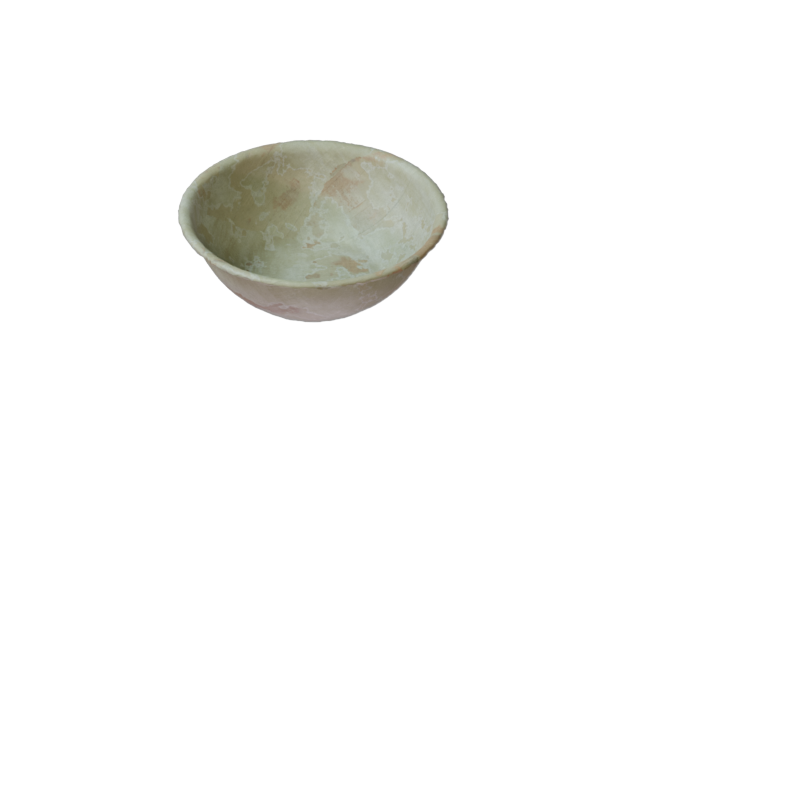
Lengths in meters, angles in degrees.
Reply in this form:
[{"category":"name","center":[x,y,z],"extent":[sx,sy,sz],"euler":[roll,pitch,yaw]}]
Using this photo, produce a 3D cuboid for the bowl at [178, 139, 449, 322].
[{"category":"bowl","center":[-0.053,-0.097,0.678],"extent":[0.162,0.051,0.174],"euler":[-1,39,-2]}]
